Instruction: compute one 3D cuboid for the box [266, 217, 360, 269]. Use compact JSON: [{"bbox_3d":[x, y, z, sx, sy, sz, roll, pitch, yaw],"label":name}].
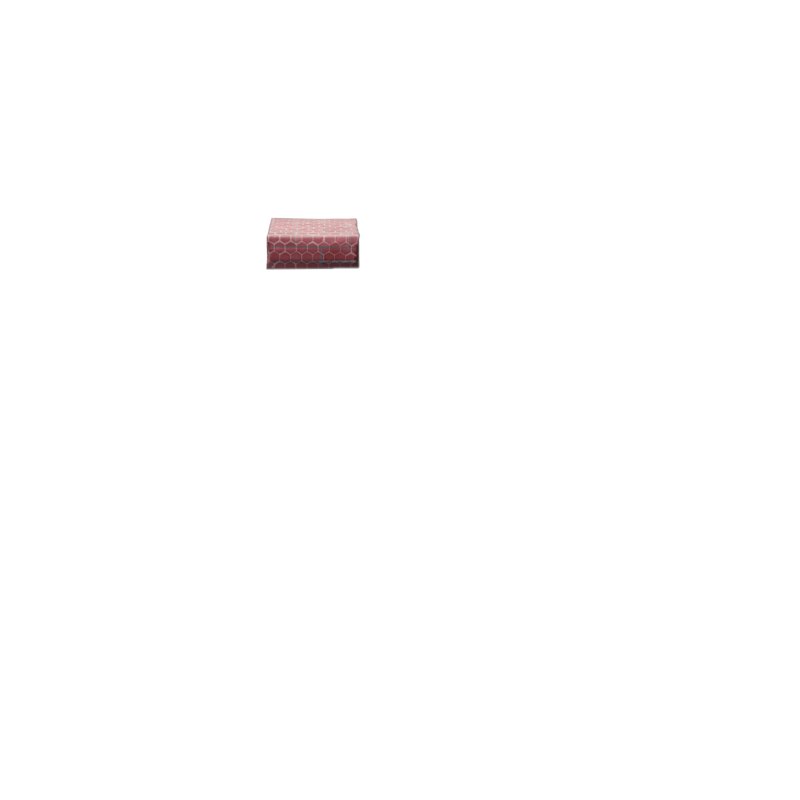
[{"bbox_3d":[-0.070,-0.128,0.894,0.073,0.029,0.092,0,17,-2],"label":"box"}]
